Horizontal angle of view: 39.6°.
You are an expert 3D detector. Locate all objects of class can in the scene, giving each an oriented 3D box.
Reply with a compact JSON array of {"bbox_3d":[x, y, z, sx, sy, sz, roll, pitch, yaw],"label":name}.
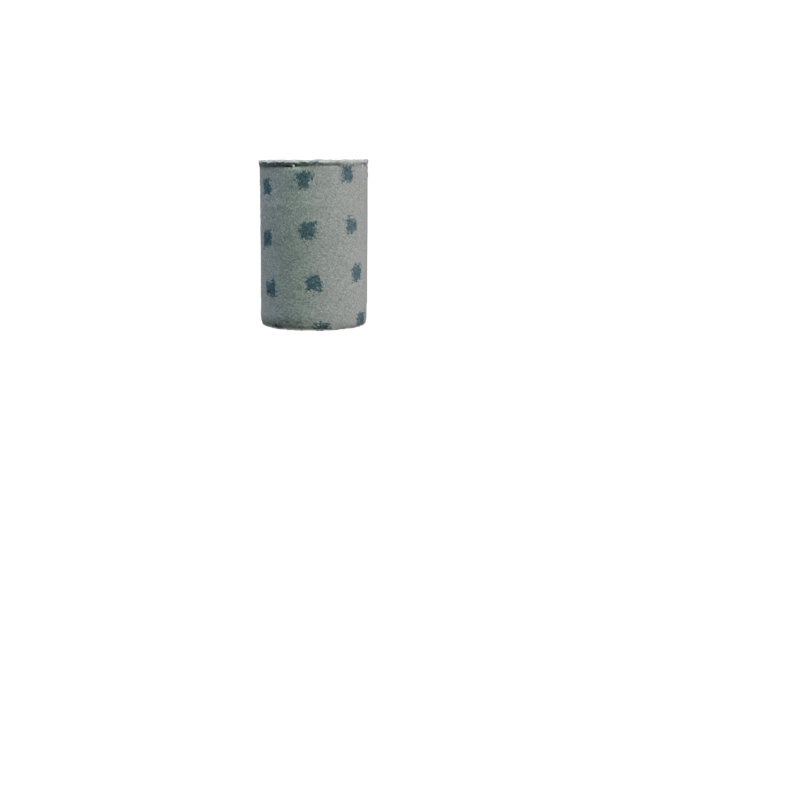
[{"bbox_3d":[-0.054,-0.098,0.687,0.068,0.101,0.070,0,7,-2],"label":"can"}]
